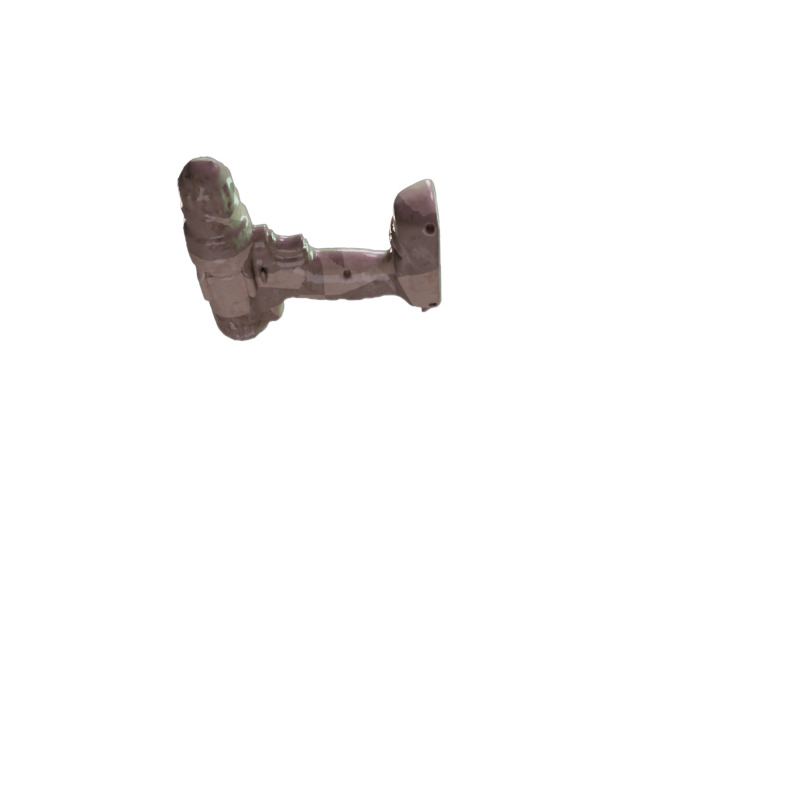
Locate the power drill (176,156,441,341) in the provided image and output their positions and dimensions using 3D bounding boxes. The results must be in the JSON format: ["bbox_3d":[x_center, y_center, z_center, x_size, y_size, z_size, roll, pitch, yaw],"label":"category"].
[{"bbox_3d":[-0.065,-0.118,0.828,0.189,0.061,0.171,-3,-35,4],"label":"power drill"}]
